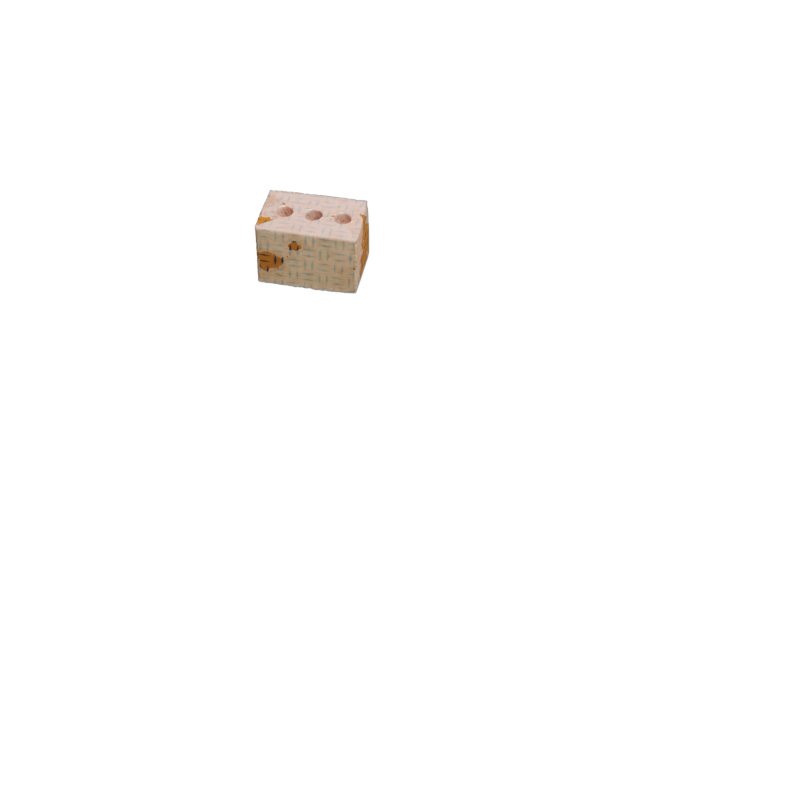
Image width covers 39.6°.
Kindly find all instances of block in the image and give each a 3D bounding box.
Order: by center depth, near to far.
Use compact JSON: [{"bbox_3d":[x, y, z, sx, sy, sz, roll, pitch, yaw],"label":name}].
[{"bbox_3d":[-0.065,-0.118,0.829,0.079,0.048,0.056,7,40,7],"label":"block"}]
